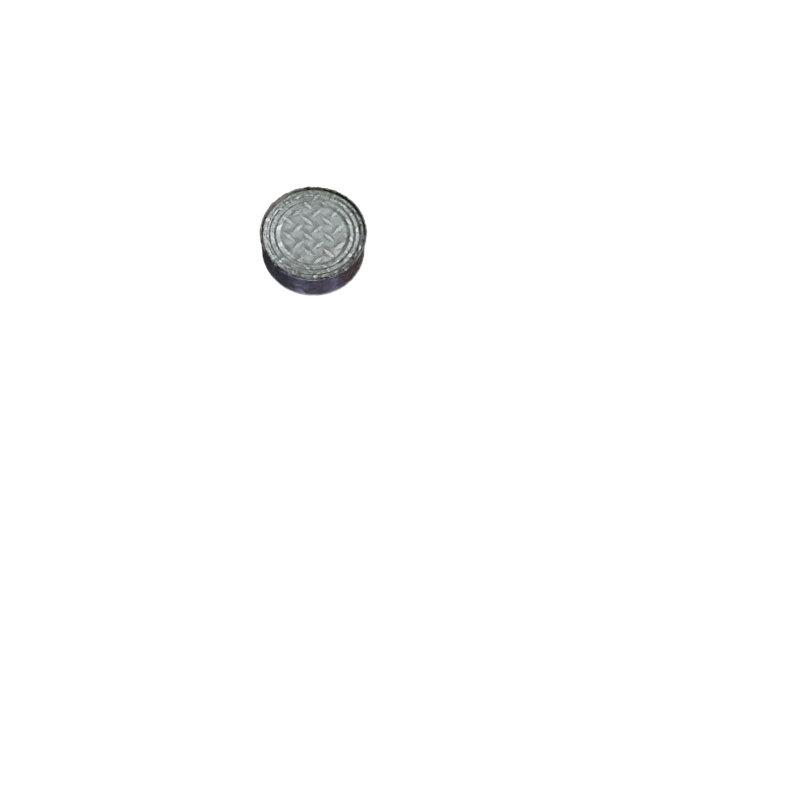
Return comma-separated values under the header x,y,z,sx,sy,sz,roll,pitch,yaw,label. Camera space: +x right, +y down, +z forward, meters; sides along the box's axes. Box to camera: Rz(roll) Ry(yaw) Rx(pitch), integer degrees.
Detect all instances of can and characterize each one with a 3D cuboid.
x,y,z,sx,sy,sz,roll,pitch,yaw,label
-0.070,-0.128,0.899,0.086,0.091,0.032,-1,-27,-1,can
